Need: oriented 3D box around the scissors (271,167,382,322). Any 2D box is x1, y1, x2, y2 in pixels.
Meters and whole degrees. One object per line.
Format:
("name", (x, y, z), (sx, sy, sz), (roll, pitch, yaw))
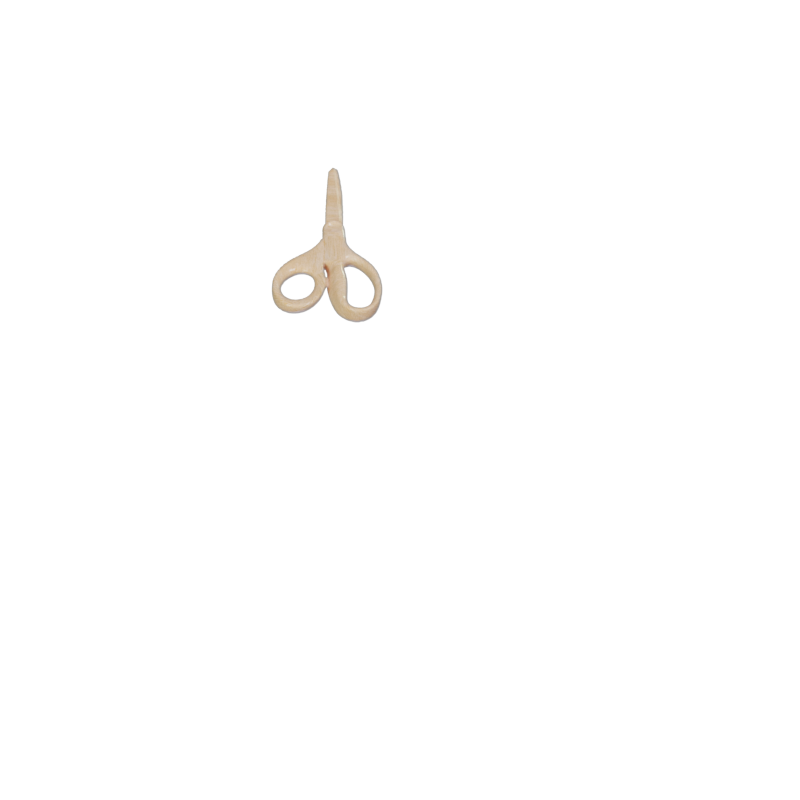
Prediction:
("scissors", (-0.073, -0.133, 0.930), (0.095, 0.015, 0.218), (-11, 44, -12))
